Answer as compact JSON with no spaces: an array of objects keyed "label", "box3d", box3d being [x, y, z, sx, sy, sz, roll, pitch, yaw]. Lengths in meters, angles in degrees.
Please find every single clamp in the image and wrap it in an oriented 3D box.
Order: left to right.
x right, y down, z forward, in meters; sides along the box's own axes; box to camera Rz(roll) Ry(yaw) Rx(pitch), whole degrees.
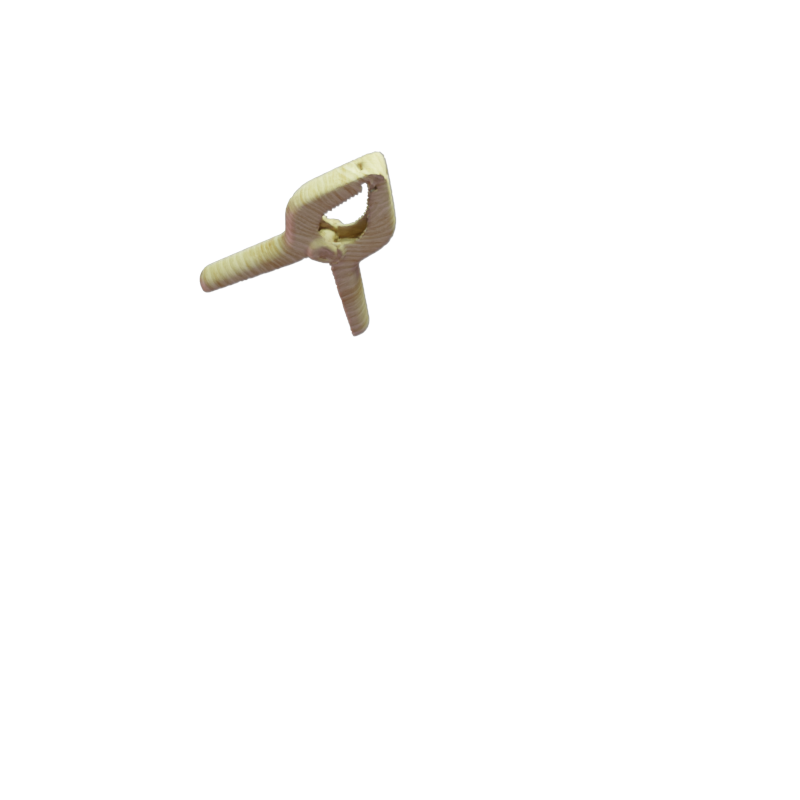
[{"label":"clamp","box3d":[-0.075,-0.136,0.955,0.160,0.039,0.201,12,-40,-16]}]
